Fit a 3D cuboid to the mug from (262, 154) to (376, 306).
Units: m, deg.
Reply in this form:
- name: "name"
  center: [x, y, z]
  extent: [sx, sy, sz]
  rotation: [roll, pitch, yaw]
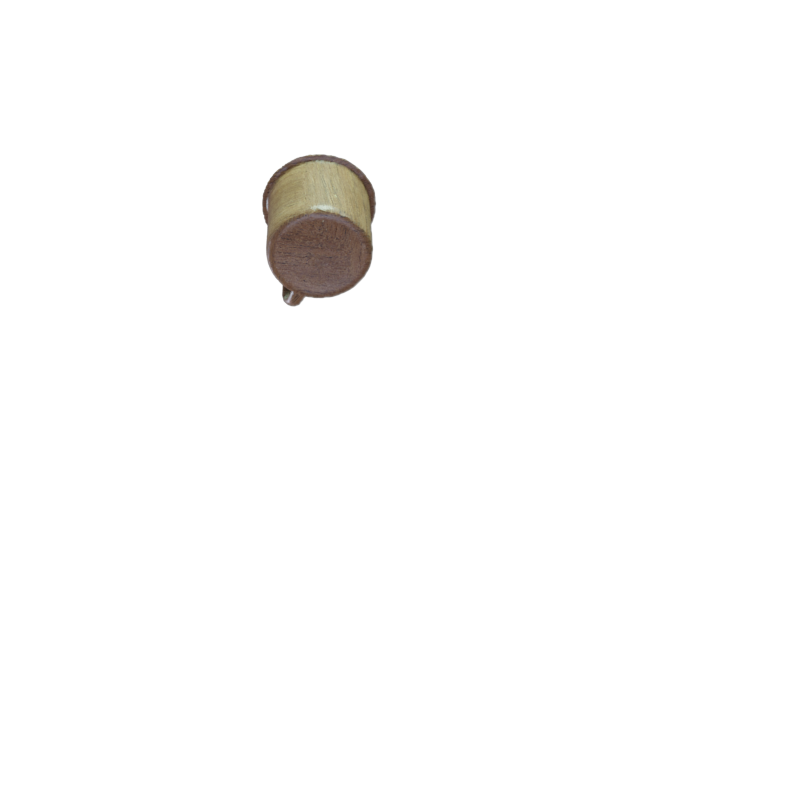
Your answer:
- name: "mug"
  center: [-0.068, -0.125, 0.874]
  extent: [0.091, 0.113, 0.087]
  rotation: [20, 31, -15]
